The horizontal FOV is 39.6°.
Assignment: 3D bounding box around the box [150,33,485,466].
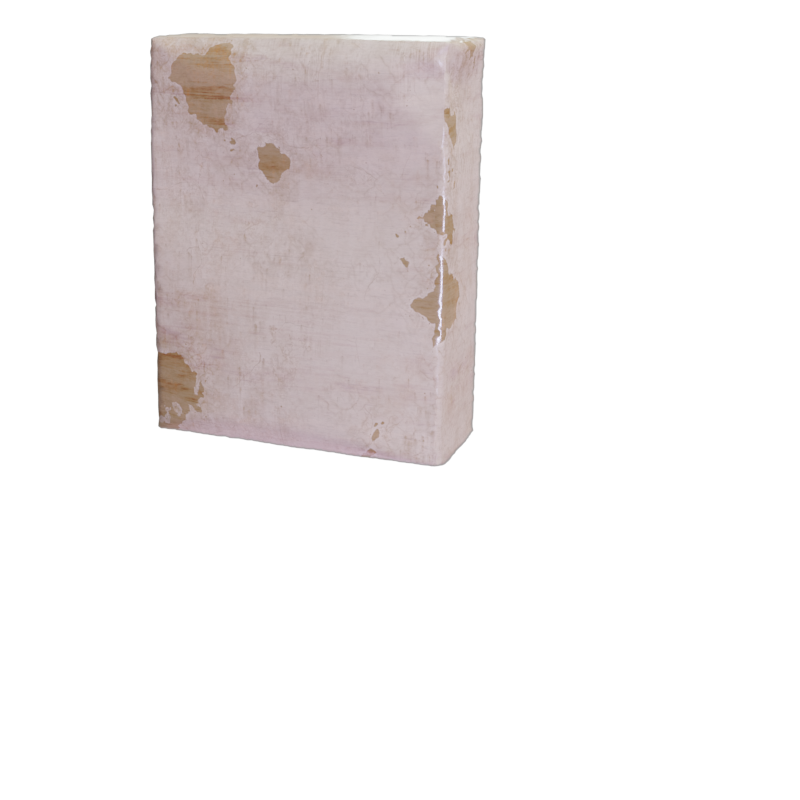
[{"bbox_3d":[-0.046,-0.083,0.582,0.169,0.208,0.072,6,14,21],"label":"box"}]
